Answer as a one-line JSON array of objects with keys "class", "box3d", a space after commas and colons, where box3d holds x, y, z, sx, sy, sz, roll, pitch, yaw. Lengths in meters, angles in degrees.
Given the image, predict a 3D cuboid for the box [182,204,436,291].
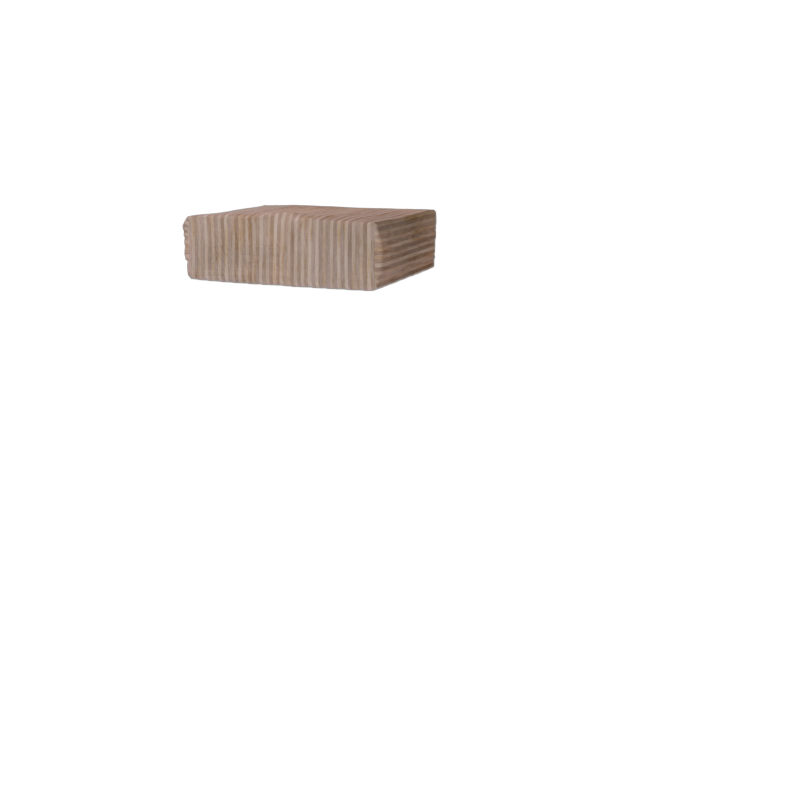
[{"class": "box", "box3d": [-0.038, -0.068, 0.480, 0.092, 0.029, 0.072, 6, 14, 23]}]
